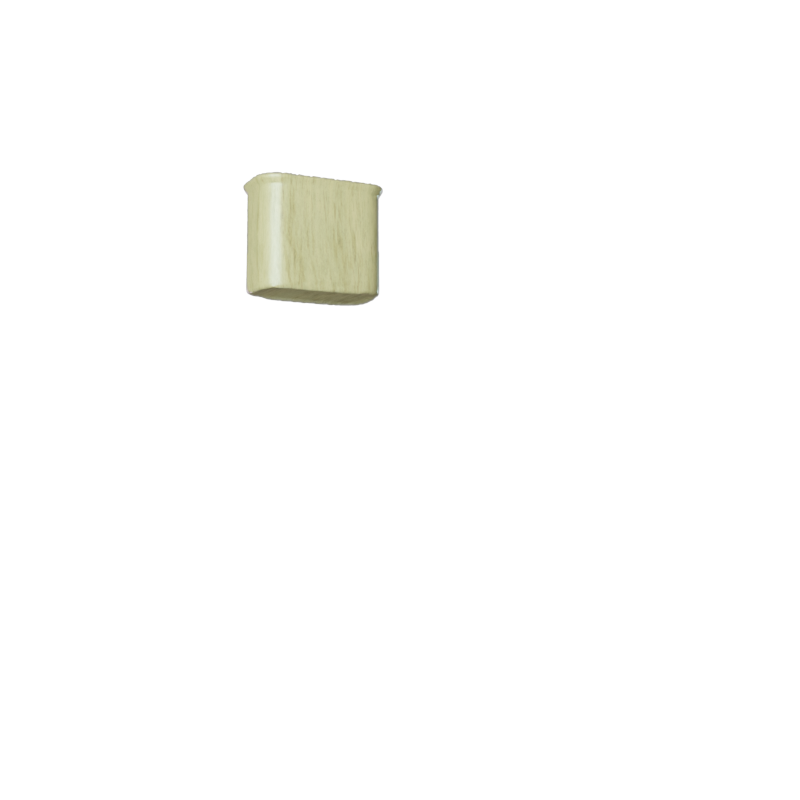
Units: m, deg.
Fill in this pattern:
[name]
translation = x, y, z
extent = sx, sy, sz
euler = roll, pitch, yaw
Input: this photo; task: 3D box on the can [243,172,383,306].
[can]
translation = -0.064, -0.117, 0.819
extent = 0.098, 0.086, 0.058
euler = 4, -11, -25
